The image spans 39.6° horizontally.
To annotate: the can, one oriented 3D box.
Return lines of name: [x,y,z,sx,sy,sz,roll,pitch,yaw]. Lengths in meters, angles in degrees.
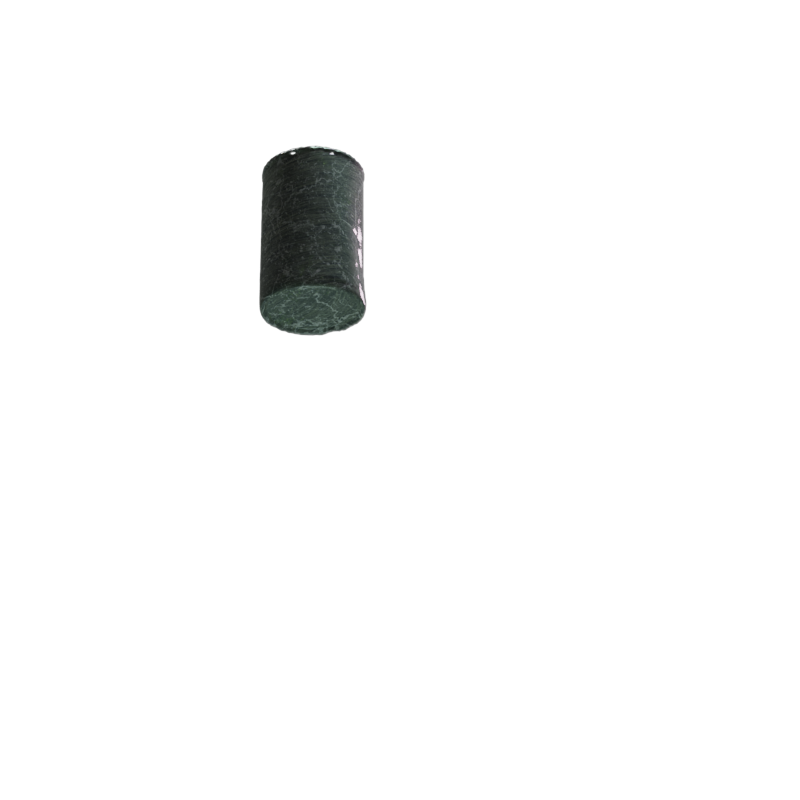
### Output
can: [-0.055,-0.101,0.705,0.068,0.109,0.064,0,-29,-2]
